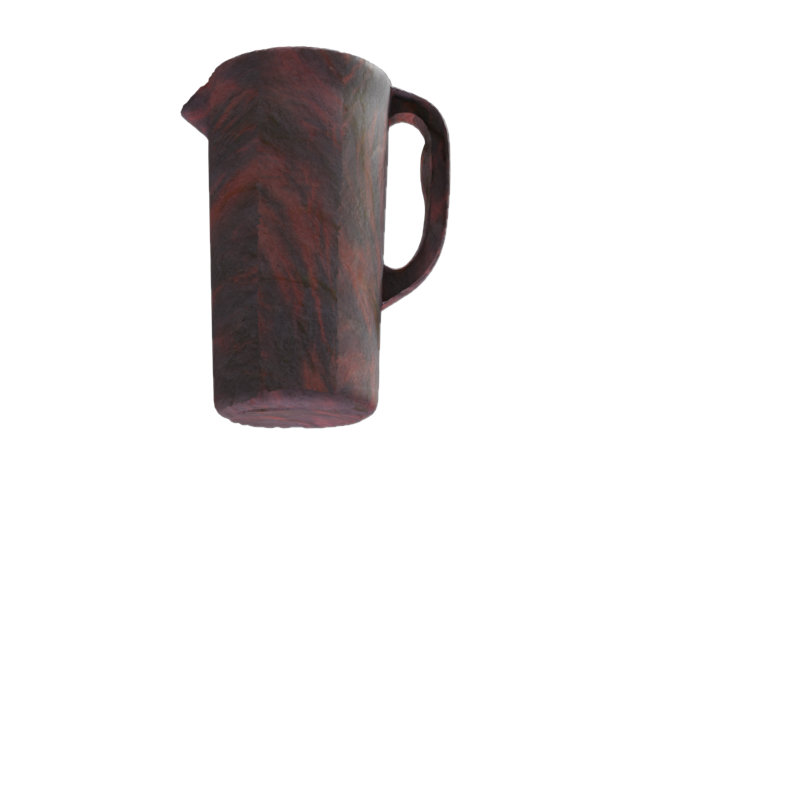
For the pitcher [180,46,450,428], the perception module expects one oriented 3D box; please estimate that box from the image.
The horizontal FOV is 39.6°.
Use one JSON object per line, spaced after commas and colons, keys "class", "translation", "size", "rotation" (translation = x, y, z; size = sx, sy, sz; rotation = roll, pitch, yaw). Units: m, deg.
{"class": "pitcher", "translation": [-0.059, -0.108, 0.757], "size": [0.152, 0.252, 0.137], "rotation": [-13, -19, 40]}
